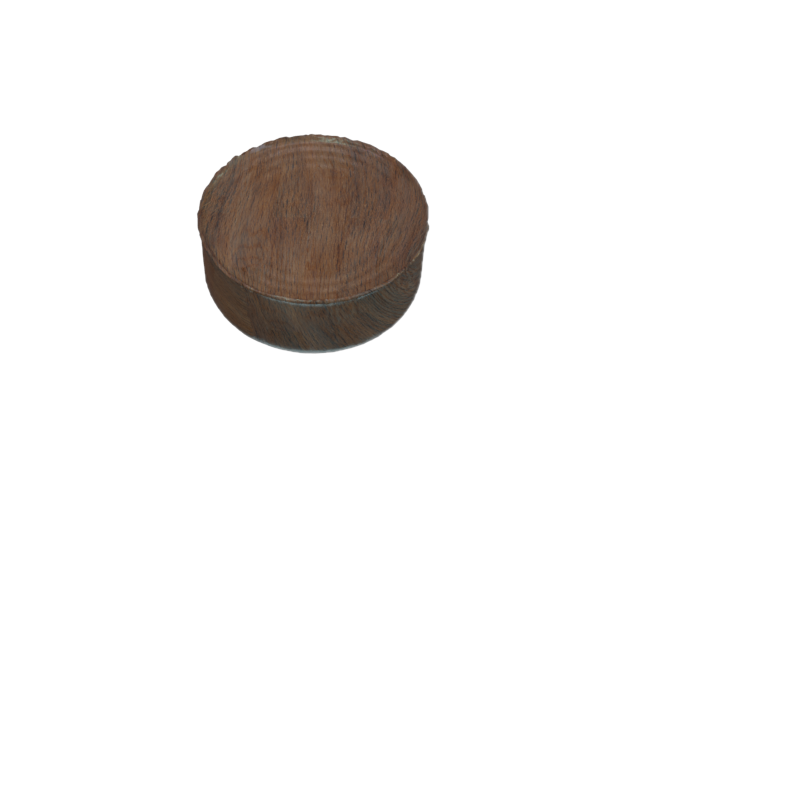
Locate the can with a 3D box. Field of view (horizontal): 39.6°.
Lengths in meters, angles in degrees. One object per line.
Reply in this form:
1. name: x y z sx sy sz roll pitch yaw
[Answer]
1. can: -0.033 -0.060 0.421 0.086 0.092 0.031 -1 -39 -1
